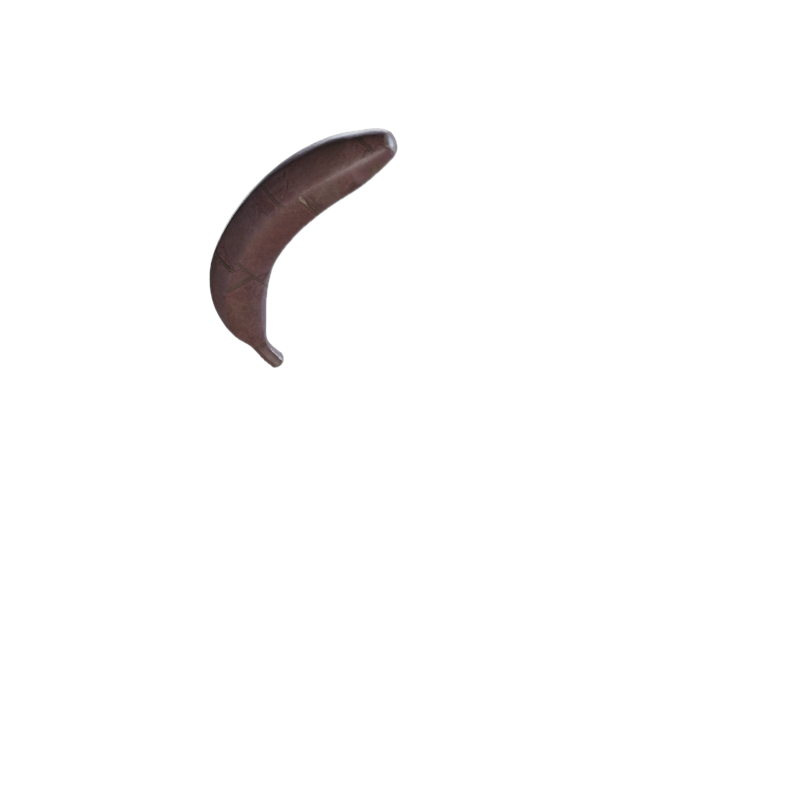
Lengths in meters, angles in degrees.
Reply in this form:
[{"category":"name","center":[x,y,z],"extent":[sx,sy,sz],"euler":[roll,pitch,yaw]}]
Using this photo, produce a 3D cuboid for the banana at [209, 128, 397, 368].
[{"category":"banana","center":[-0.071,-0.097,0.663],"extent":[0.067,0.039,0.190],"euler":[16,-44,-18]}]
